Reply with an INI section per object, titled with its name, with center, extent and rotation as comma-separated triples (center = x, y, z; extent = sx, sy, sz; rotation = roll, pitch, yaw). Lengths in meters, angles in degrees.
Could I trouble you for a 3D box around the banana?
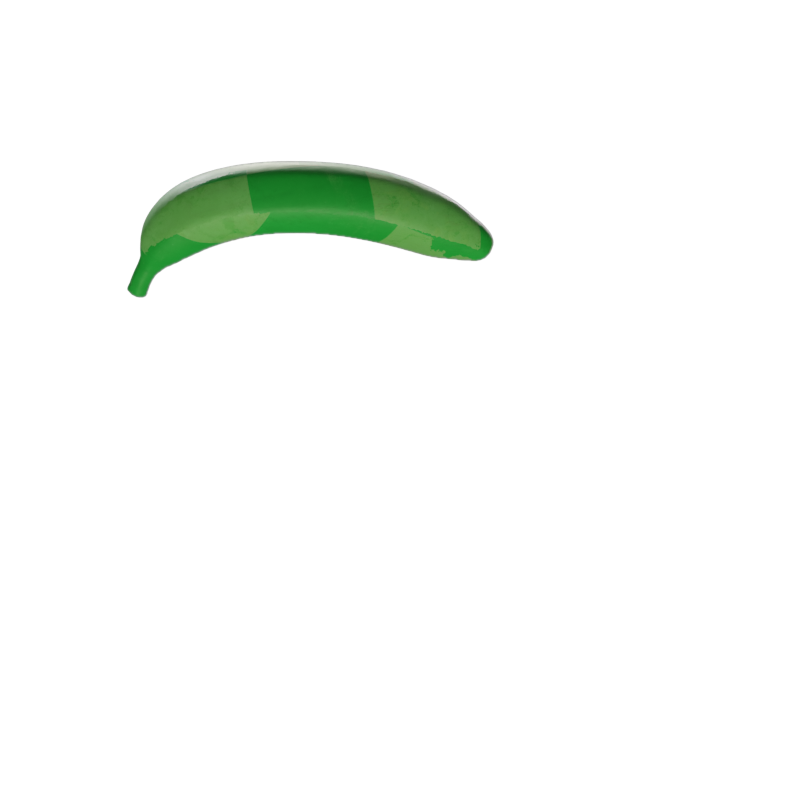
[banana]
center = -0.052, -0.095, 0.580
extent = 0.199, 0.039, 0.064
rotation = -4, -39, 5
